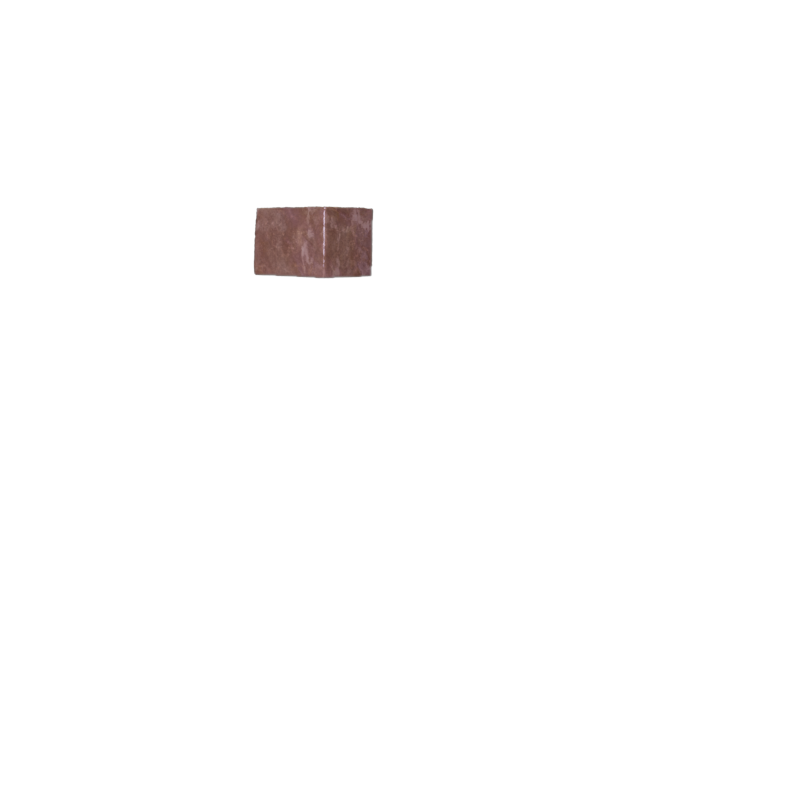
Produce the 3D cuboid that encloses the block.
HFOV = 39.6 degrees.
[{"bbox_3d":[-0.065,-0.118,0.827,0.081,0.051,0.051,6,7,44],"label":"block"}]
